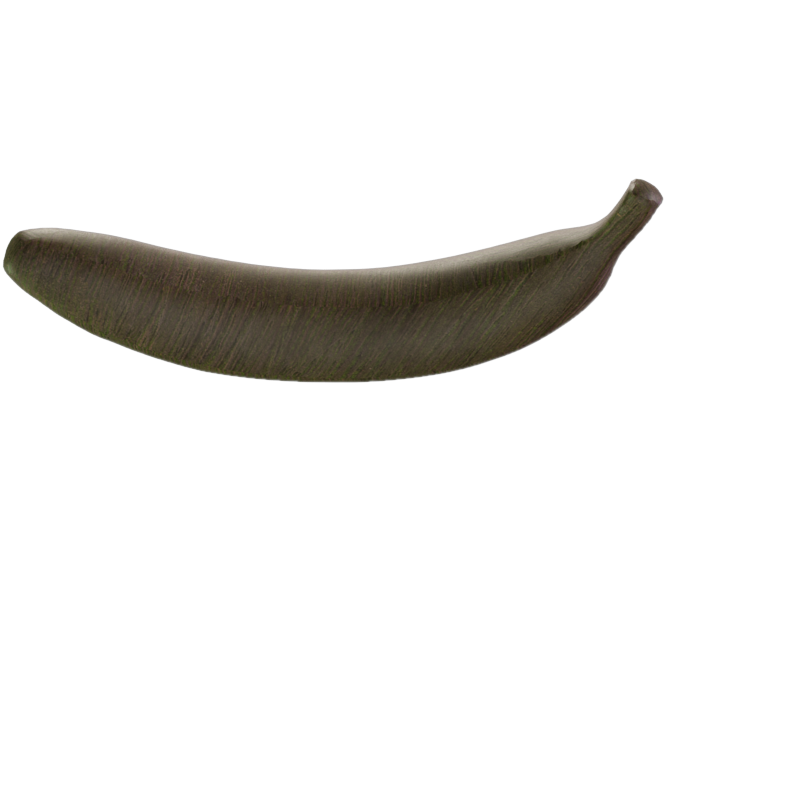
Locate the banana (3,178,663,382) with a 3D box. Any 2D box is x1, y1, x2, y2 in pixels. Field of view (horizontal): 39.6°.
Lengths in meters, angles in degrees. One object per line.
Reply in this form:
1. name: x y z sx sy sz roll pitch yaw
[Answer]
1. banana: -0.022 -0.035 0.352 0.198 0.065 0.039 -5 34 3
